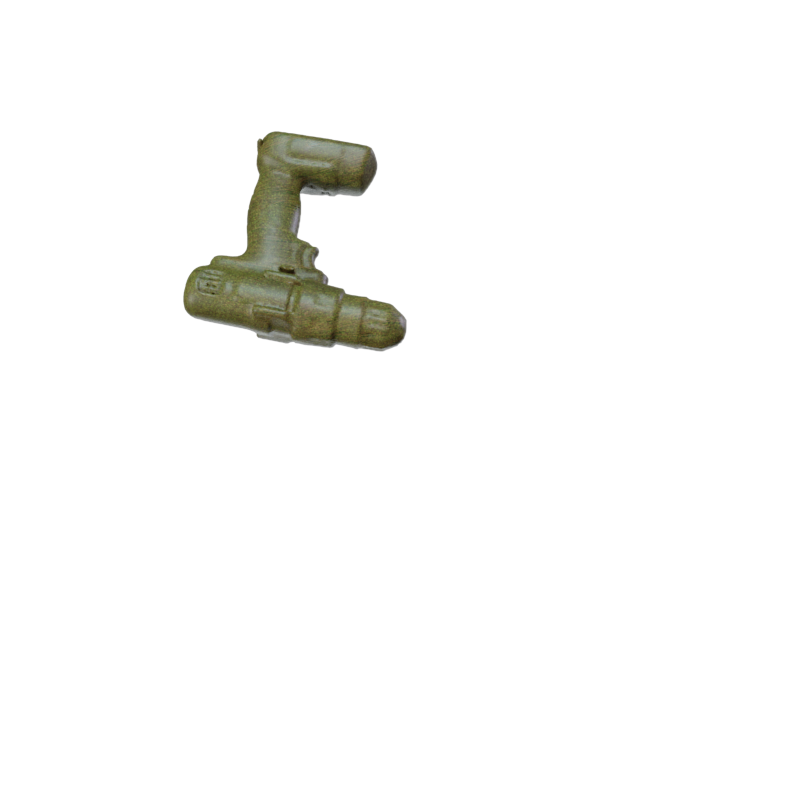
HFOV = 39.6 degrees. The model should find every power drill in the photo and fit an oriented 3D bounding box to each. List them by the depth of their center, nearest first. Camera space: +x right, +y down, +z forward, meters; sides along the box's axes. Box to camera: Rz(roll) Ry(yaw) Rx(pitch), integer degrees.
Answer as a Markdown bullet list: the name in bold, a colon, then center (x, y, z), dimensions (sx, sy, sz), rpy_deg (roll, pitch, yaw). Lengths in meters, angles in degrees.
- **power drill**: center (-0.073, -0.134, 0.937), dimensions (0.187, 0.198, 0.054), rpy_deg (10, -31, 6)
